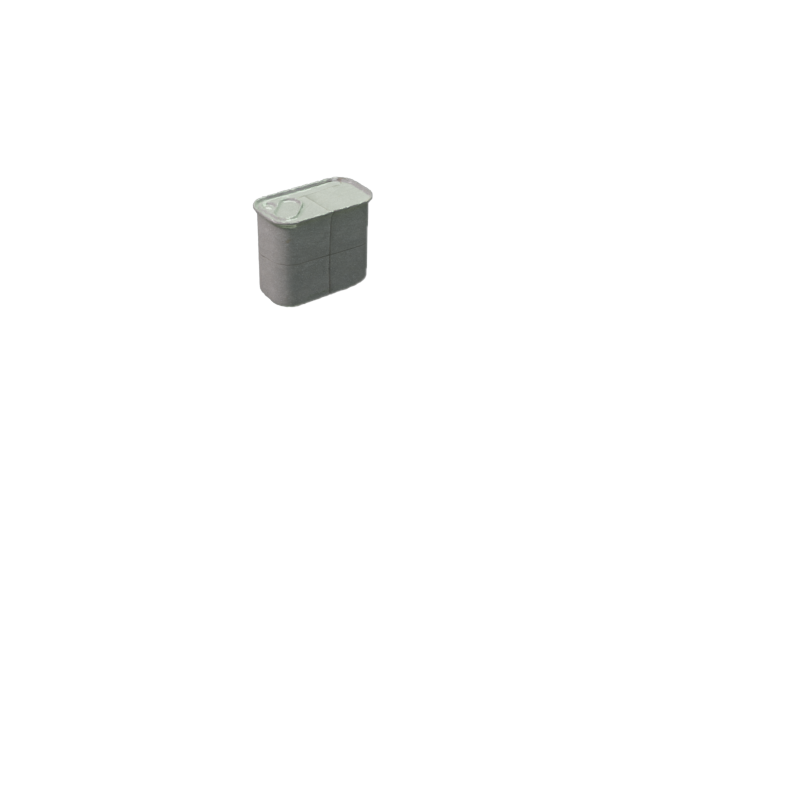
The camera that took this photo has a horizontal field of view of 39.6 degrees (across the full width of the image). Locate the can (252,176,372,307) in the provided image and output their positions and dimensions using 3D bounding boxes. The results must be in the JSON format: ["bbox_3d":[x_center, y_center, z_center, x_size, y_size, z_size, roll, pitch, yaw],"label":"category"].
[{"bbox_3d":[-0.075,-0.137,0.960,0.101,0.079,0.062,-21,38,-30],"label":"can"}]
